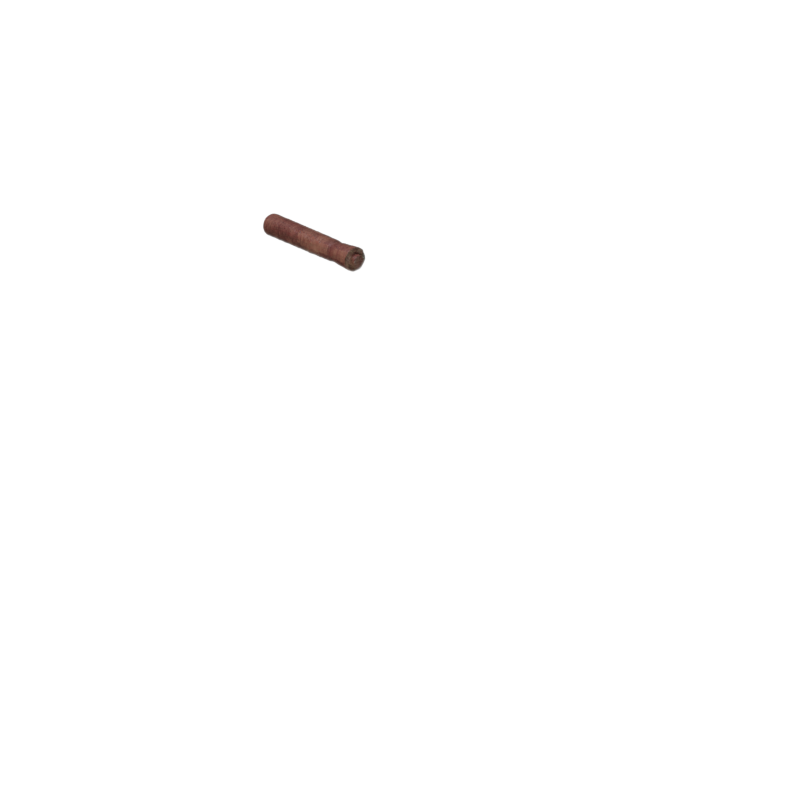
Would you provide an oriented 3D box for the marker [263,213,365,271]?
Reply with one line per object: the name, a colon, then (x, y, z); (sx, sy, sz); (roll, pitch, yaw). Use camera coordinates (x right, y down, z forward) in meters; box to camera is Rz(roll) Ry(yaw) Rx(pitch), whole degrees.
marker: (-0.067, -0.122, 0.857); (0.019, 0.019, 0.129); (-3, 21, -37)
